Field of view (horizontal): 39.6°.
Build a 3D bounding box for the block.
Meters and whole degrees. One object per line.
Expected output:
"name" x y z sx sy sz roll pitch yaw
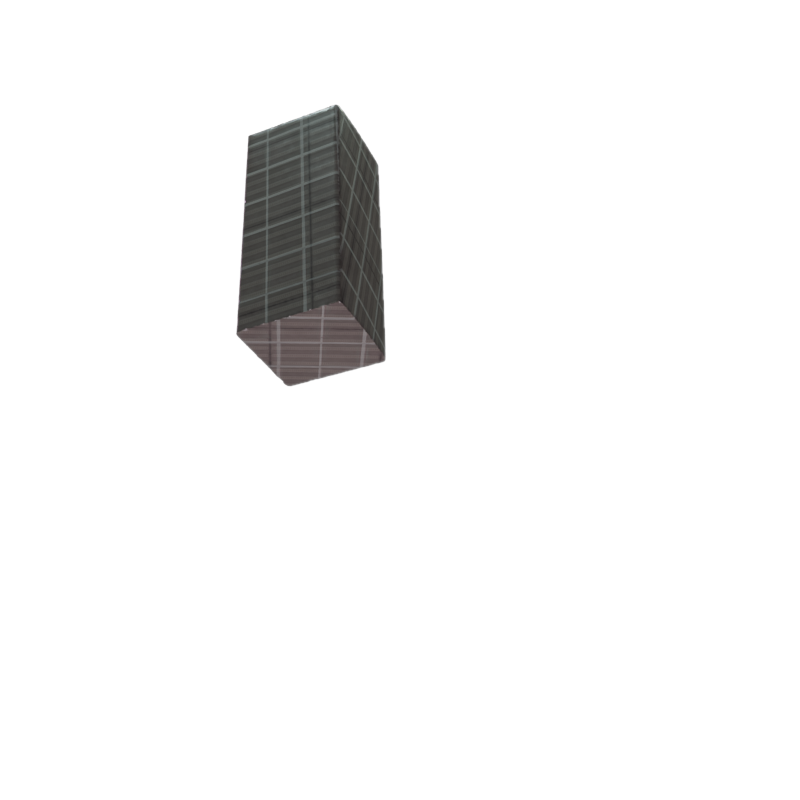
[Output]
"block" -0.071 -0.130 0.911 0.092 0.221 0.083 -17 -38 18
